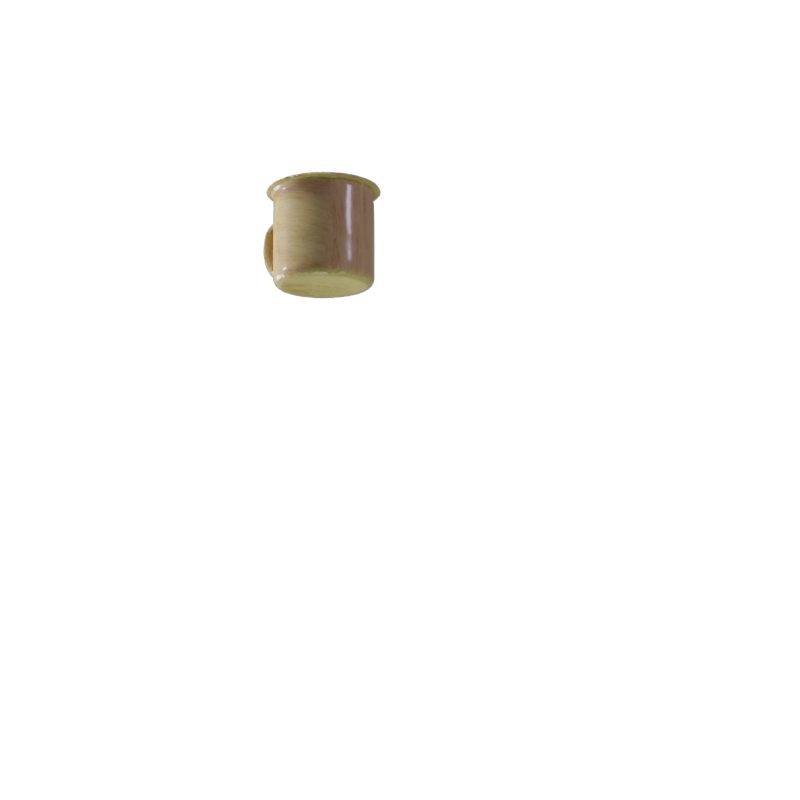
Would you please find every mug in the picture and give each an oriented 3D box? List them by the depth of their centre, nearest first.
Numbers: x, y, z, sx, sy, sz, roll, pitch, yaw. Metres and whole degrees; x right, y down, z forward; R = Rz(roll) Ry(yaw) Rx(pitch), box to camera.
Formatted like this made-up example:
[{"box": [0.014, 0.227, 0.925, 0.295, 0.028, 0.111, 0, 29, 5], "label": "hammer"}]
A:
[{"box": [-0.071, -0.129, 0.903, 0.120, 0.084, 0.088, -11, -17, 41], "label": "mug"}]
